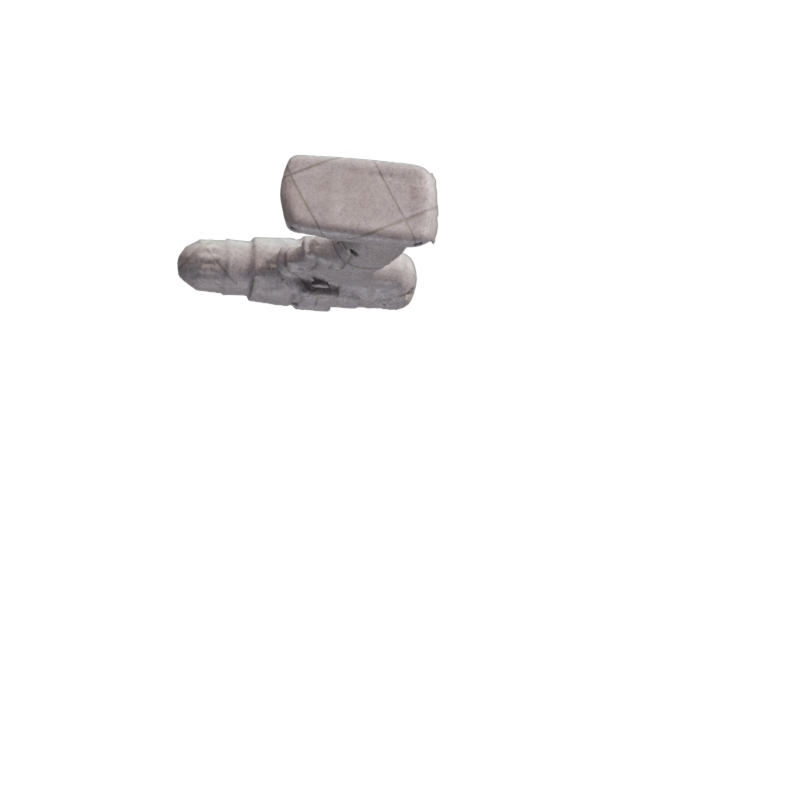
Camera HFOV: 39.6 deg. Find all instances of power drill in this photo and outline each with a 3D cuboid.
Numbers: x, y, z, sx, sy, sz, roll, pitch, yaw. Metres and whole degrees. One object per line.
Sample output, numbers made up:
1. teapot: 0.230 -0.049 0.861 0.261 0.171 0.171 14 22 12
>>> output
1. power drill: -0.062 -0.113 0.791 0.181 0.059 0.184 2 -12 -12
